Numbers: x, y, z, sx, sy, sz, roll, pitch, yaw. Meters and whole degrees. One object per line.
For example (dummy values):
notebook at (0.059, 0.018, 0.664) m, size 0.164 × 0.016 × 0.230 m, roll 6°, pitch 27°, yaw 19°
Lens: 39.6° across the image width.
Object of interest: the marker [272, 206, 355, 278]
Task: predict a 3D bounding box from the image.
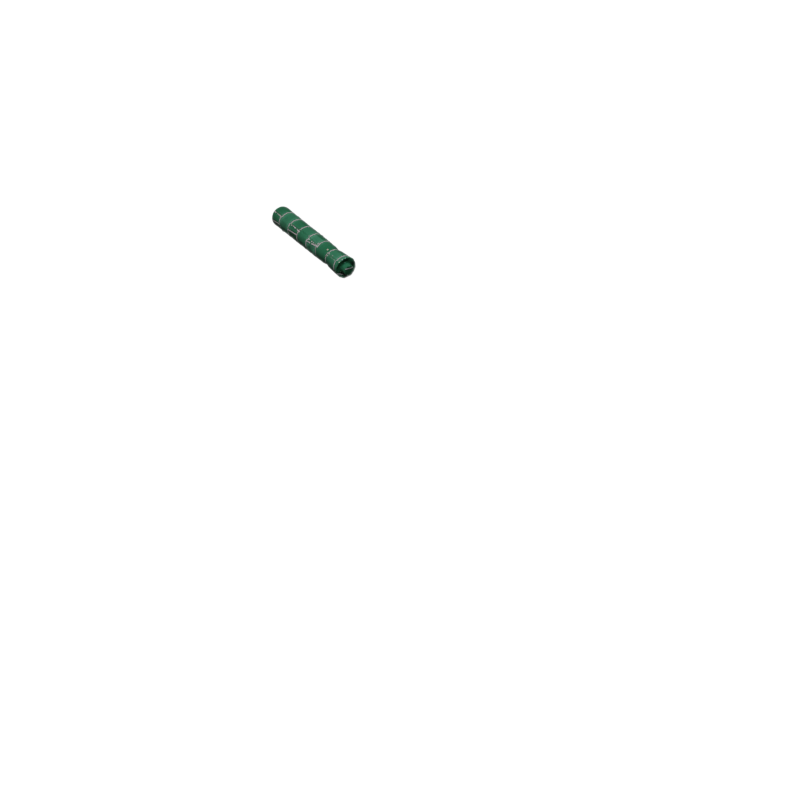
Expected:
marker at (-0.074, -0.135, 0.947) m, size 0.019 × 0.019 × 0.130 m, roll -3°, pitch 29°, yaw -34°
